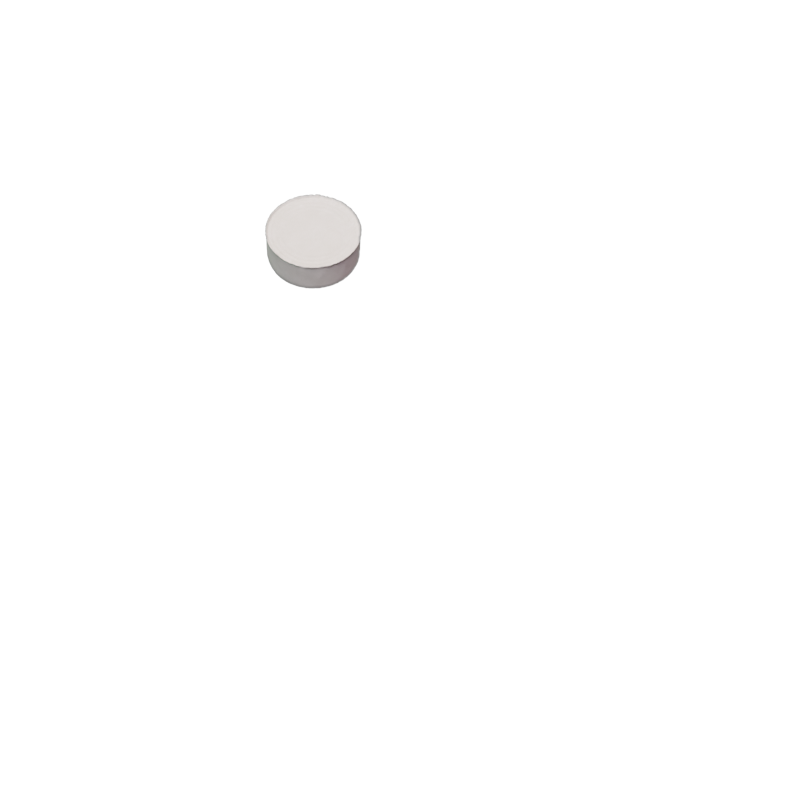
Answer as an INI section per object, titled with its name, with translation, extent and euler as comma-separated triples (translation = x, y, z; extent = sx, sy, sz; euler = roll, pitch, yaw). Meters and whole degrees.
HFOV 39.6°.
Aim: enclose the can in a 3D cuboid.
[can]
translation = -0.078, -0.142, 0.997
extent = 0.086, 0.092, 0.031
euler = -1, -37, -1
